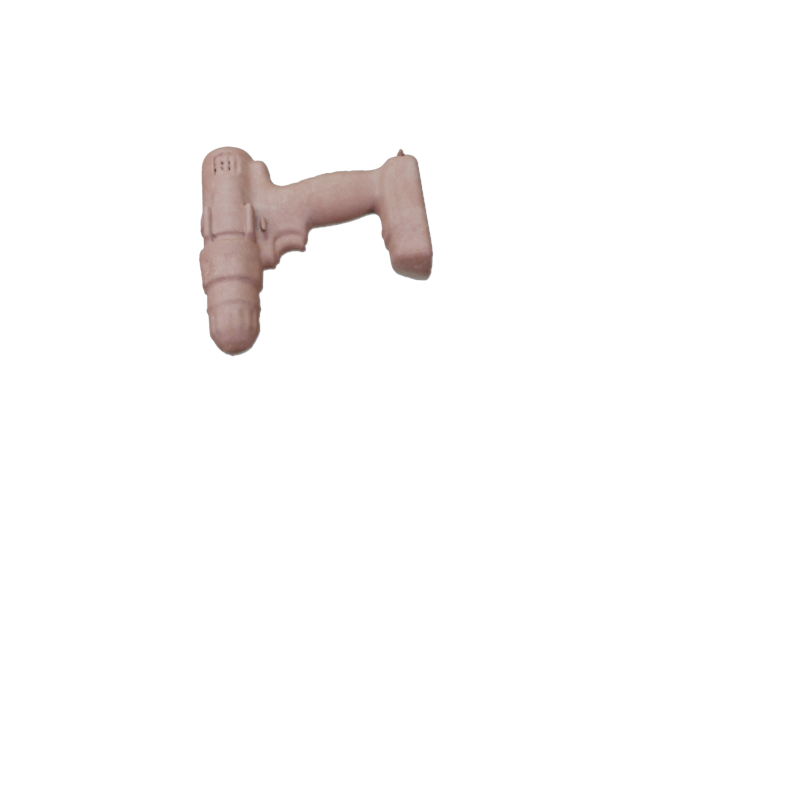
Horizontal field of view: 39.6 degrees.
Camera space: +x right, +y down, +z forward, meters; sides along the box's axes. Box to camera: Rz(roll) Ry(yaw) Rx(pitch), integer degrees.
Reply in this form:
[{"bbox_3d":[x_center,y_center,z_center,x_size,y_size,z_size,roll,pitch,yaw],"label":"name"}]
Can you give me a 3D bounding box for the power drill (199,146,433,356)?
[{"bbox_3d":[-0.071,-0.129,0.906,0.187,0.195,0.054,-5,-24,-3],"label":"power drill"}]
